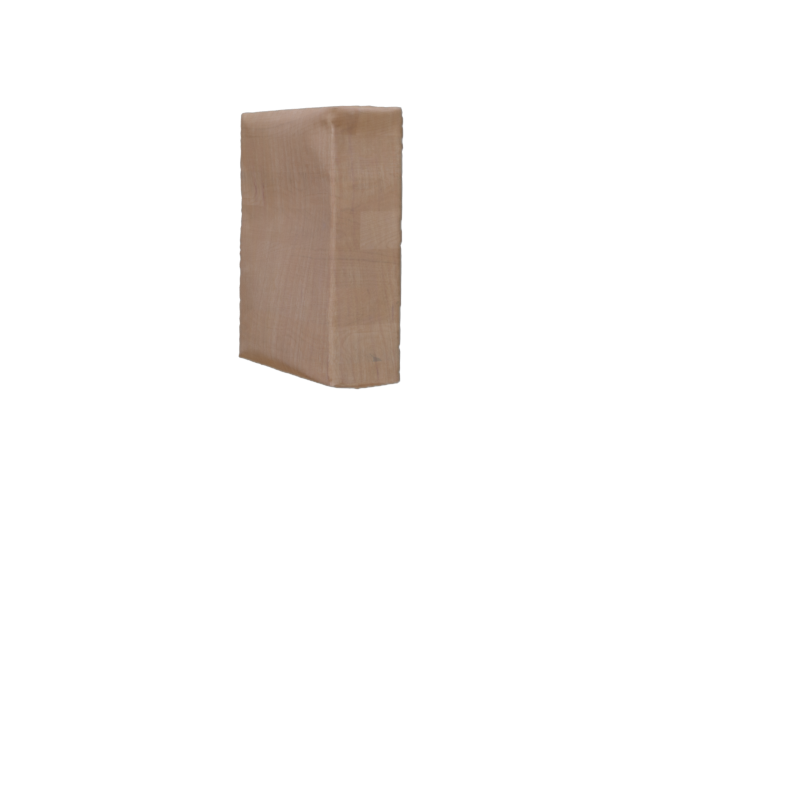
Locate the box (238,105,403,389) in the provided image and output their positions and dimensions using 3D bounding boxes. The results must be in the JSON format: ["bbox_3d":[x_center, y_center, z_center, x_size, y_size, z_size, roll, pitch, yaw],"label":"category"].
[{"bbox_3d":[-0.070,-0.128,0.896,0.070,0.211,0.172,-3,8,-32],"label":"box"}]
